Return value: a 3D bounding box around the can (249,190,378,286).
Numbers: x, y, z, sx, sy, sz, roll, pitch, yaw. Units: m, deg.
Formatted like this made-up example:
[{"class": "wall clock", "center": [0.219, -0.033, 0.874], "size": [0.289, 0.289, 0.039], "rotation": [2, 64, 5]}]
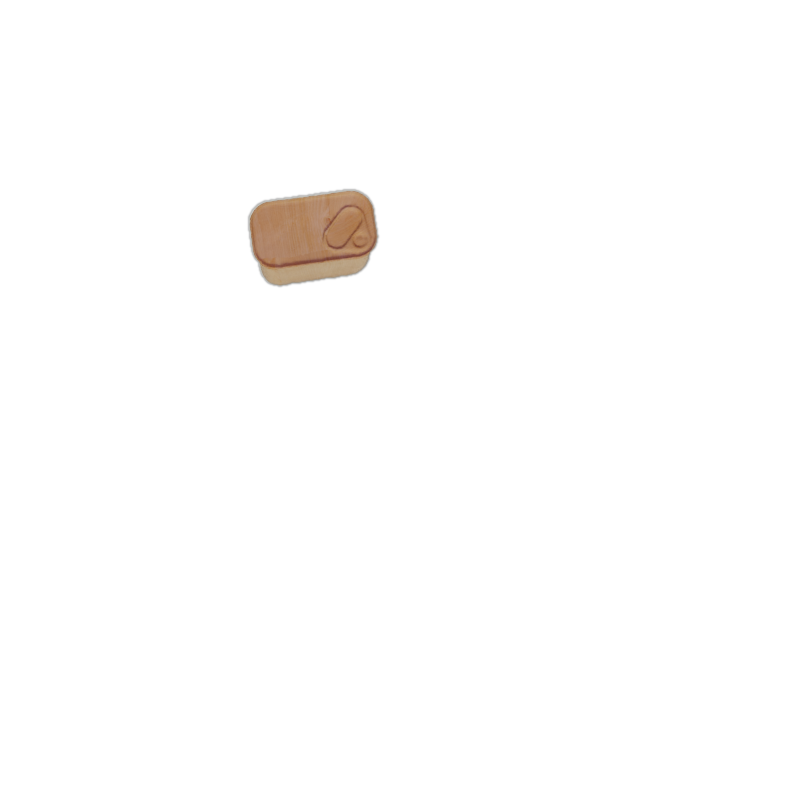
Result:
[{"class": "can", "center": [-0.073, -0.133, 0.930], "size": [0.102, 0.059, 0.082], "rotation": [-8, -8, -3]}]
